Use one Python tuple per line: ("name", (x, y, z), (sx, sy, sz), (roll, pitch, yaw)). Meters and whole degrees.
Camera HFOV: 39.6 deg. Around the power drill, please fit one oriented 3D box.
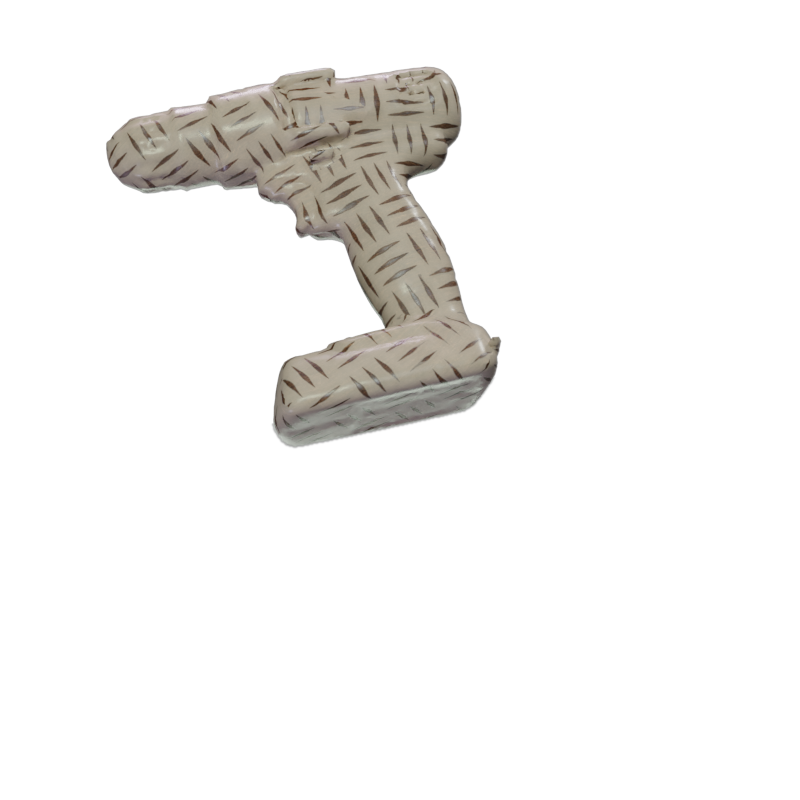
("power drill", (-0.042, -0.077, 0.542), (0.183, 0.200, 0.054), (-12, -25, -6))
